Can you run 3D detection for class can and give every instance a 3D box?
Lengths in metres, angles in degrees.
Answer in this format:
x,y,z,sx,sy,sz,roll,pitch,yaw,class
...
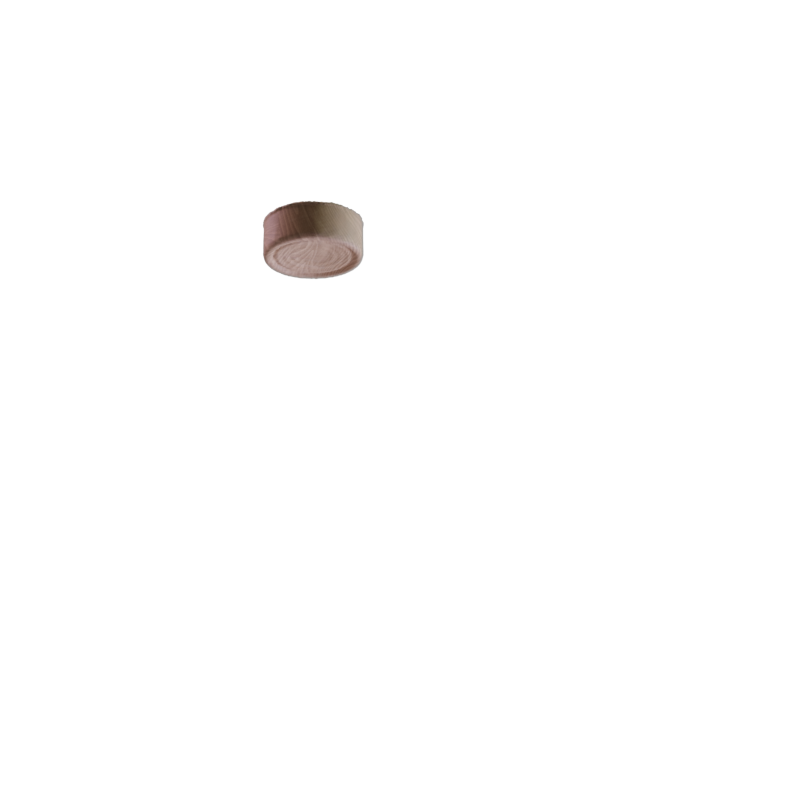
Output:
x,y,z,sx,sy,sz,roll,pitch,yaw,class
-0.073,-0.134,0.937,0.086,0.035,0.082,0,-20,-2,can
